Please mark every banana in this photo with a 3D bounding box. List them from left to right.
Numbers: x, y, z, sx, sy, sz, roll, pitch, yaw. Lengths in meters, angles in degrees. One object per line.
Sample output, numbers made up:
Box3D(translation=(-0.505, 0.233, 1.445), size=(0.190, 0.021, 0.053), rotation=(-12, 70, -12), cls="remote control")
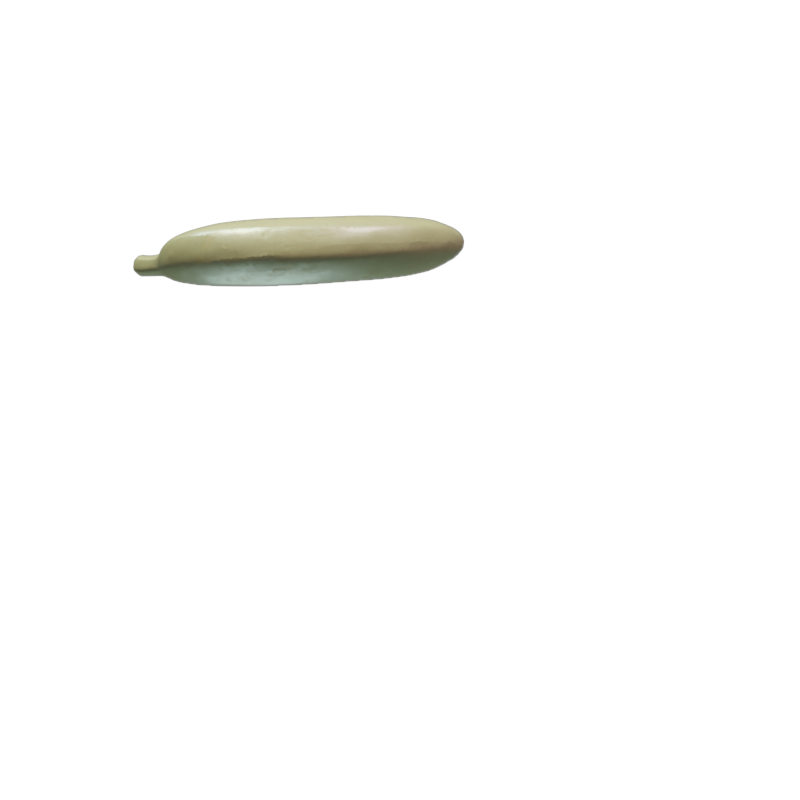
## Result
Box3D(translation=(-0.048, -0.086, 0.624), size=(0.194, 0.036, 0.073), rotation=(-4, 15, -14), cls="banana")
